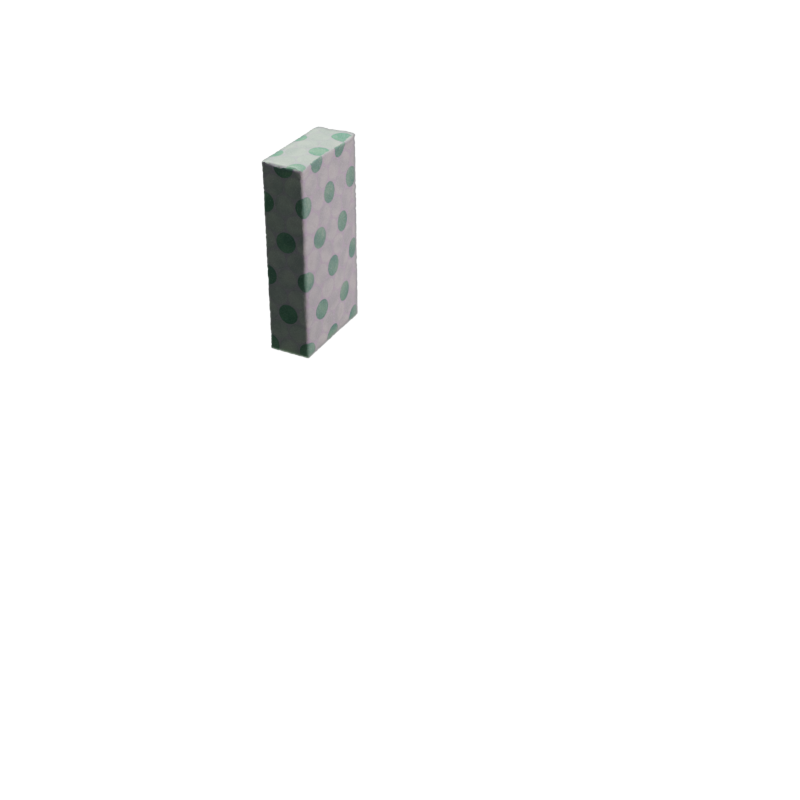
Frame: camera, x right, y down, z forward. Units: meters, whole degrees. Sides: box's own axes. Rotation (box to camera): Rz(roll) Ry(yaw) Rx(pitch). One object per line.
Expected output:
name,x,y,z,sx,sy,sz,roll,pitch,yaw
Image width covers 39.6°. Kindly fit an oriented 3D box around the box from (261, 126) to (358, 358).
box,-0.074,-0.136,0.950,0.050,0.166,0.095,16,33,22
